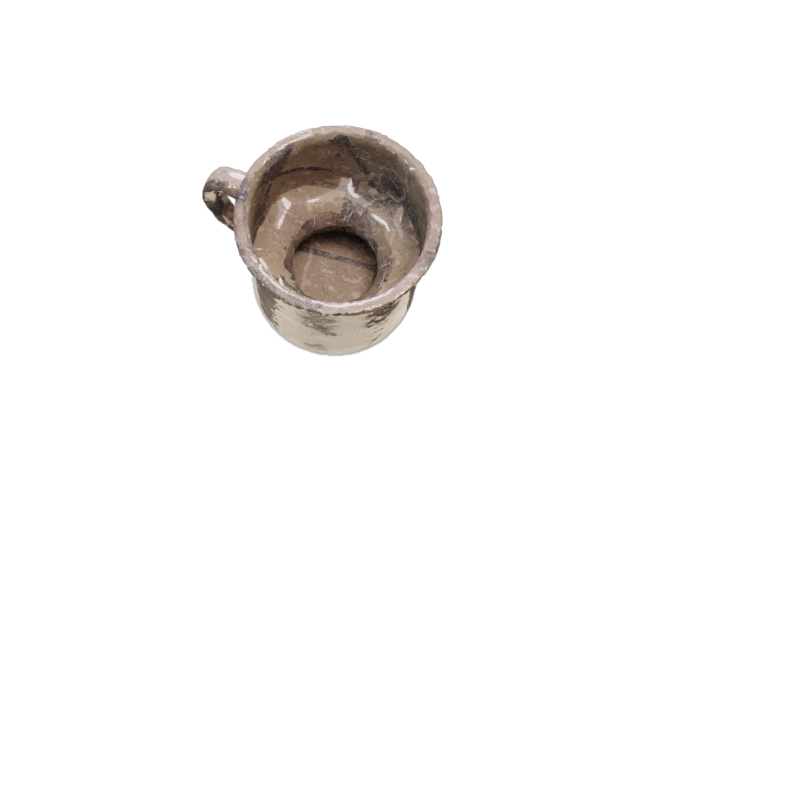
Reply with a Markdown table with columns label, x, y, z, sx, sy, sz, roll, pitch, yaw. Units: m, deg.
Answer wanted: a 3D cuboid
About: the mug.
| label | x | y | z | sx | sy | sz | roll | pitch | yaw |
| --- | --- | --- | --- | --- | --- | --- | --- | --- | --- |
| mug | -0.041 | -0.075 | 0.529 | 0.119 | 0.096 | 0.078 | 23 | -19 | 7 |
